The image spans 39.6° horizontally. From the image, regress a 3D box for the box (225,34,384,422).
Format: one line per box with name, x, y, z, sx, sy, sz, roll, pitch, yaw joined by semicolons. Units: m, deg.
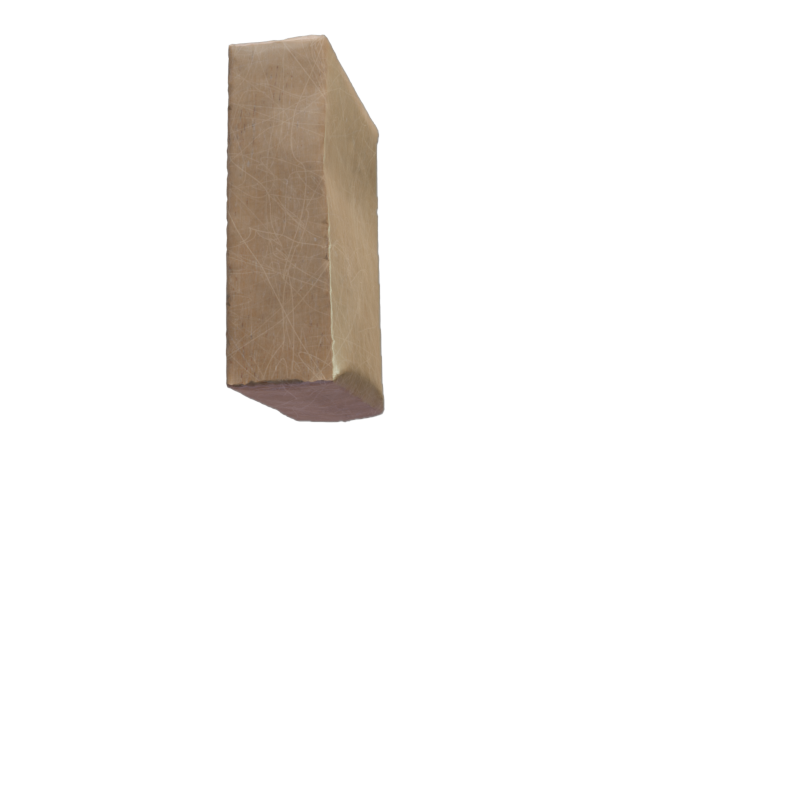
box;-0.056;-0.102;0.714;0.073;0.222;0.156;-4;-14;10
